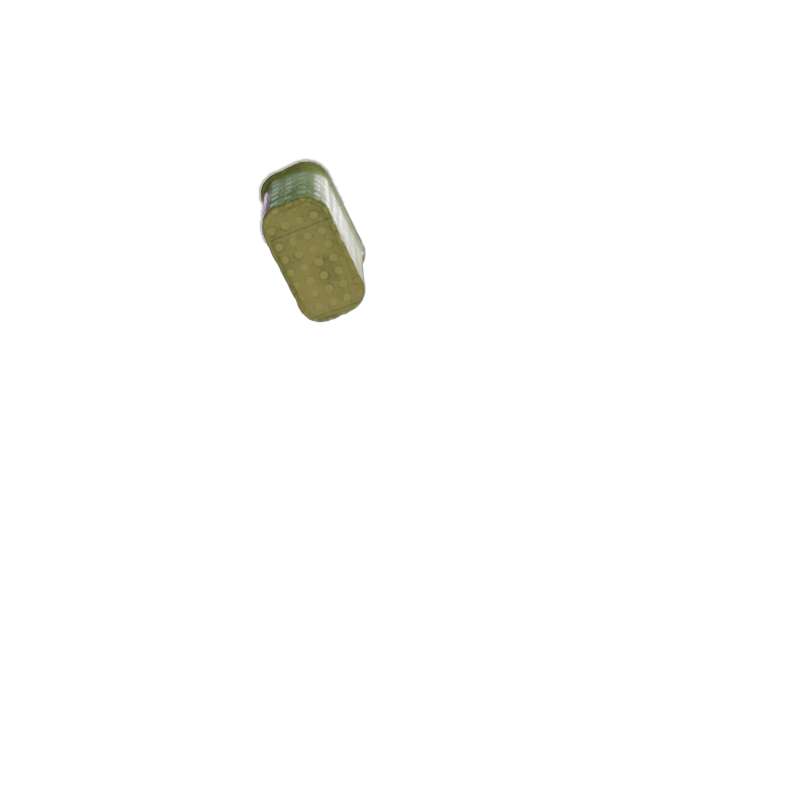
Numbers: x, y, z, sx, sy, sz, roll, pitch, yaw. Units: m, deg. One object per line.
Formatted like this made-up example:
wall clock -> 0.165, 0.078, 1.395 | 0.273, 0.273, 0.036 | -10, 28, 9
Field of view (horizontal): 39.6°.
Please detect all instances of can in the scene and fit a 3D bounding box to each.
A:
can -> -0.065, -0.119, 0.834 | 0.057, 0.097, 0.088 | -24, 22, 8
